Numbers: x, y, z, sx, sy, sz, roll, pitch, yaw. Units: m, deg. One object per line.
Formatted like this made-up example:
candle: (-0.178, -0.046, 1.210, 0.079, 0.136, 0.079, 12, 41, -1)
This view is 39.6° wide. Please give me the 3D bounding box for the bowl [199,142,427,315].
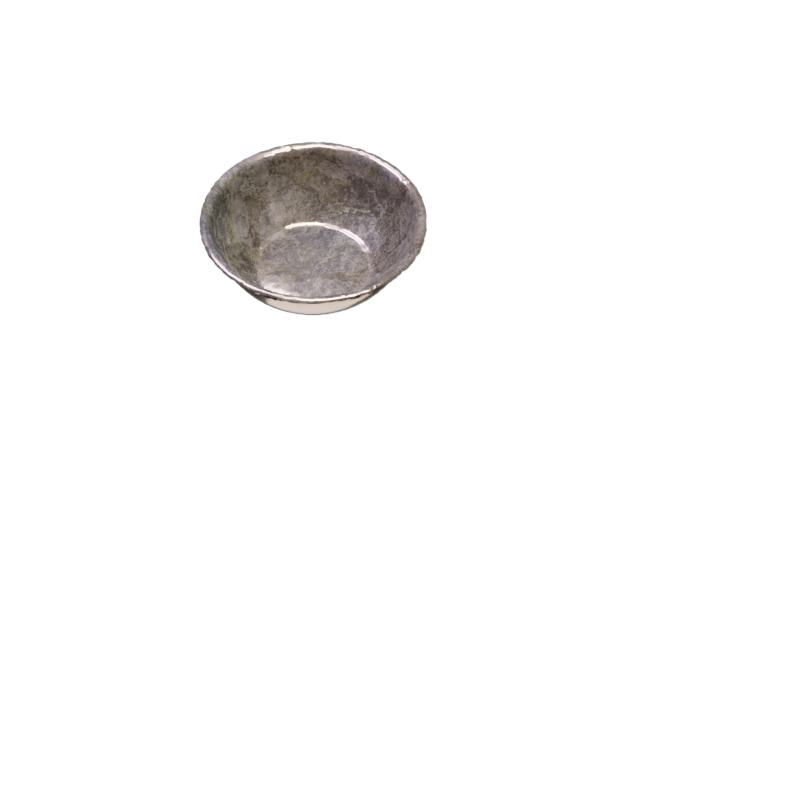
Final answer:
bowl: (-0.063, -0.115, 0.803, 0.162, 0.174, 0.051, -1, -40, -1)
